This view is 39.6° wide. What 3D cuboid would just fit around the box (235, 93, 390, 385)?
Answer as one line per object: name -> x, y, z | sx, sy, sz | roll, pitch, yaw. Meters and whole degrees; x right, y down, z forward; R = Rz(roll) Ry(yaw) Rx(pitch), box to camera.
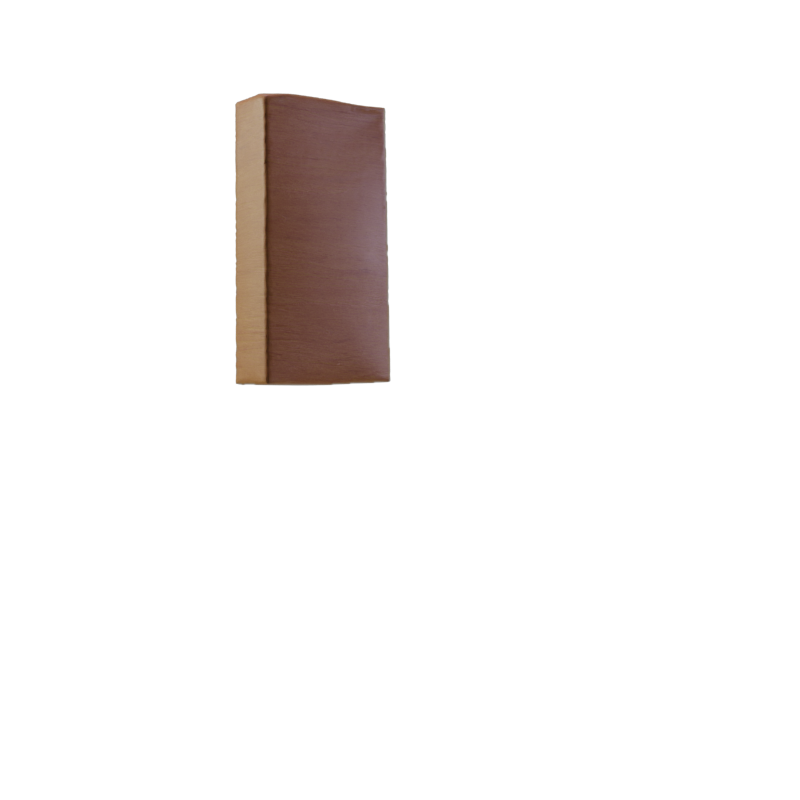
box -> -0.054, -0.099, 0.691 | 0.090, 0.178, 0.049 | 1, -4, -34
